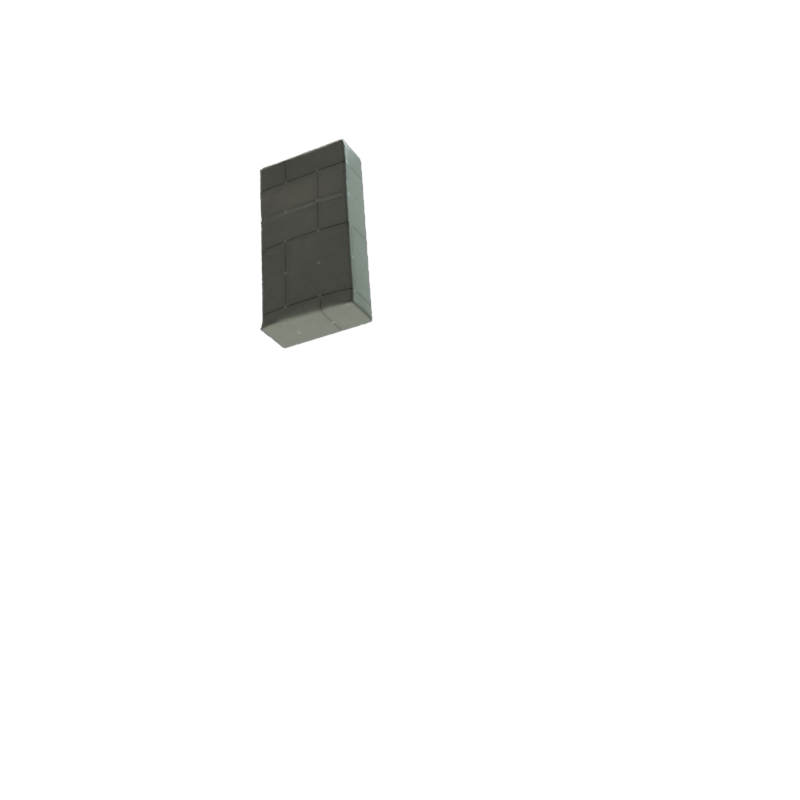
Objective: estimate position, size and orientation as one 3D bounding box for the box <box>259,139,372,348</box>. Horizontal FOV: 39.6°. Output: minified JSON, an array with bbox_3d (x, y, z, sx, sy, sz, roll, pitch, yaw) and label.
[{"bbox_3d":[-0.078,-0.142,0.997,0.094,0.188,0.044,-17,-35,22],"label":"box"}]
